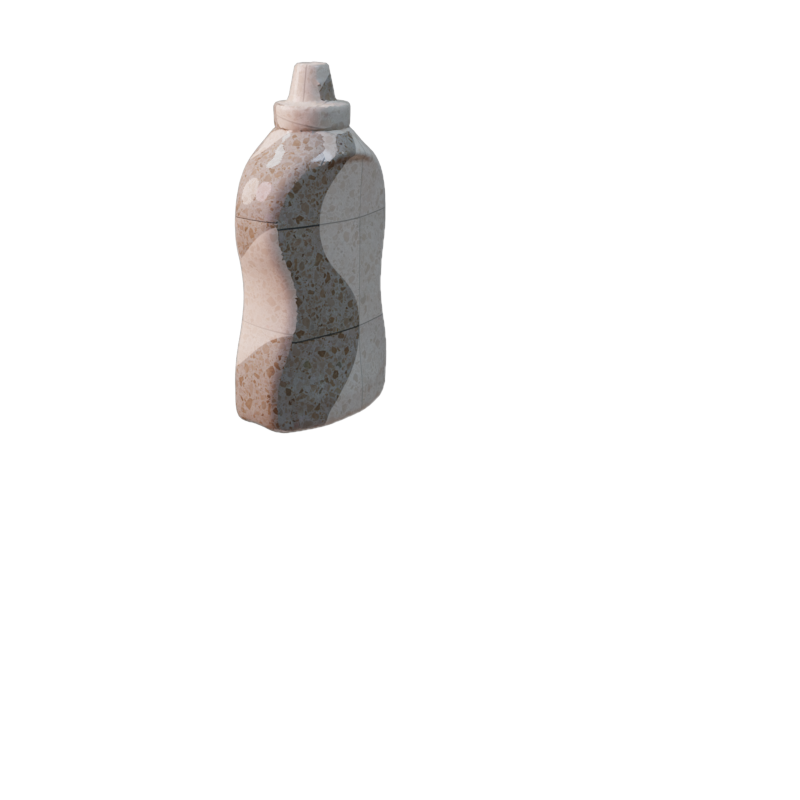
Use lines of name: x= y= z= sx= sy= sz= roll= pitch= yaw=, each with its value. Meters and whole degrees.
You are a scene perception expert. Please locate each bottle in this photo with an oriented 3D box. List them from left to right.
bottle: x=-0.047 y=-0.086 z=0.600 sx=0.062 sy=0.185 sz=0.094 roll=14 pitch=20 yaw=40
